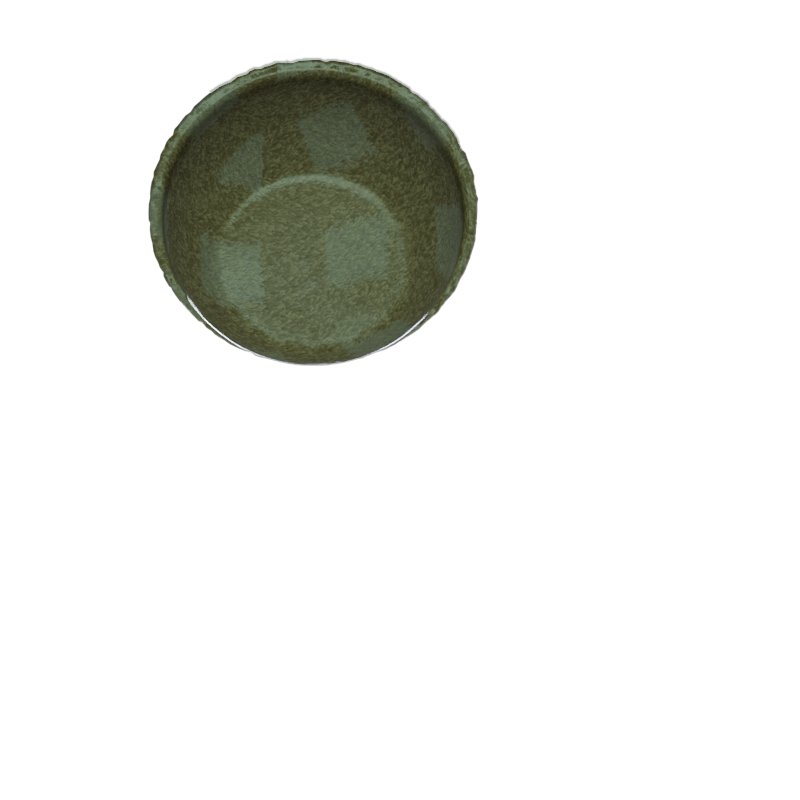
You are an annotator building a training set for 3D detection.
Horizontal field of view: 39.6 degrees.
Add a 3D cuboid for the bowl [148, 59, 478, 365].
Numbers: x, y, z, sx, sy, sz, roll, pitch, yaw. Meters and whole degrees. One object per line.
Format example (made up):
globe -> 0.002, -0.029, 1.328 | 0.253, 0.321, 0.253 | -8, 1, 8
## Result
bowl -> -0.041, -0.074, 0.521 | 0.162, 0.153, 0.058 | 1, 26, -1
